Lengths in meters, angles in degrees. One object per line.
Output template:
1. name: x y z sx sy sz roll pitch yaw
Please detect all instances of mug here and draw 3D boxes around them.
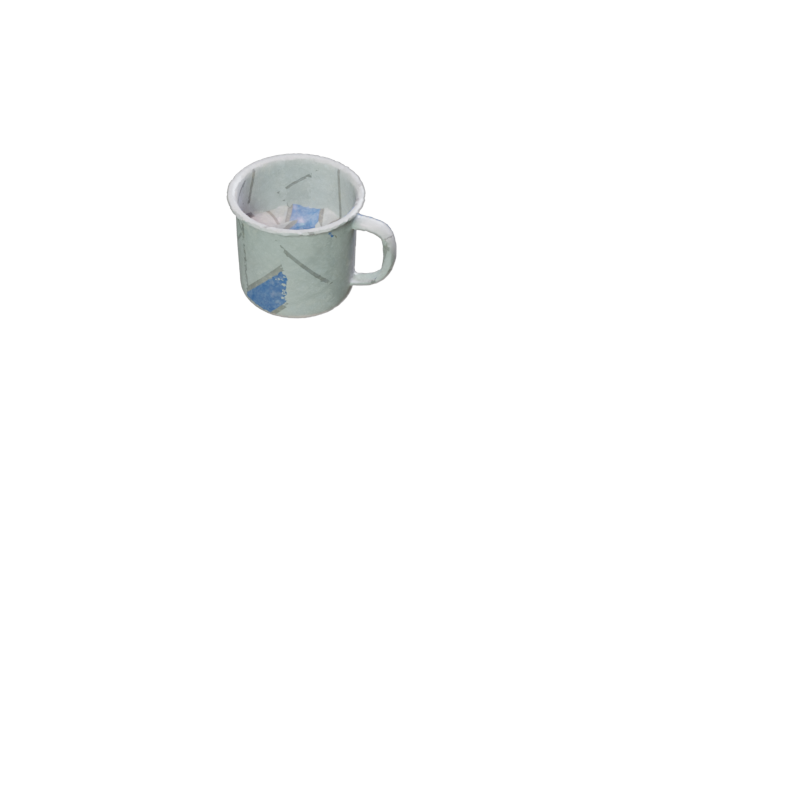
1. mug: -0.060 -0.109 0.762 0.119 0.076 0.098 10 43 10
